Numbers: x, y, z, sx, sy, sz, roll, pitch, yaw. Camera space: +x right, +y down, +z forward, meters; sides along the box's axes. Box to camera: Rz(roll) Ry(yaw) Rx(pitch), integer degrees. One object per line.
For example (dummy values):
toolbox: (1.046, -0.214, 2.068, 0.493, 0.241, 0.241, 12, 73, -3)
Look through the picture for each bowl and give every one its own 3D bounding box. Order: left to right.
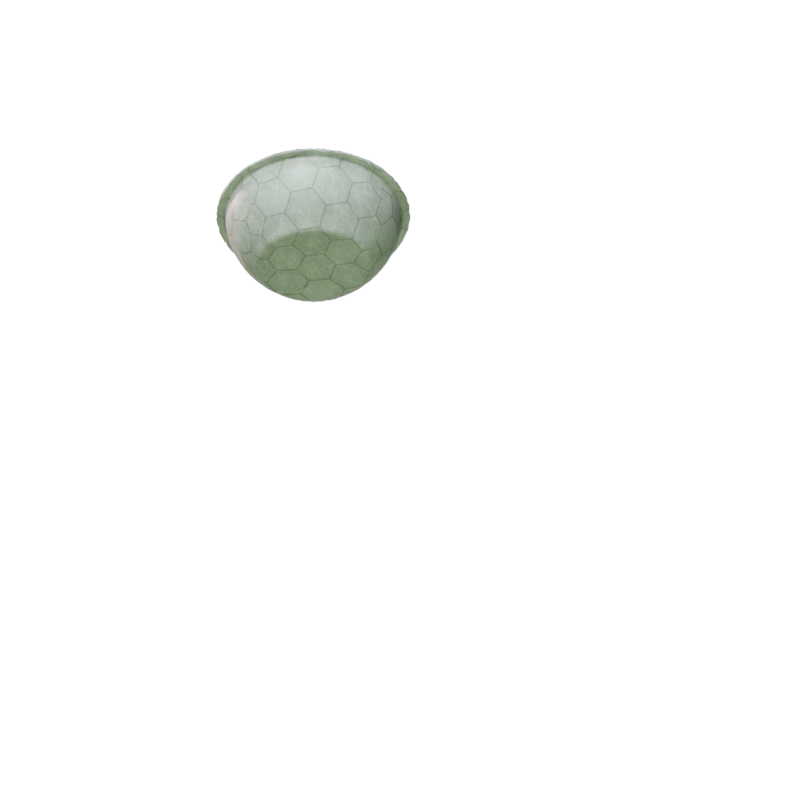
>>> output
bowl: (-0.071, -0.130, 0.910, 0.162, 0.059, 0.151, 1, -37, -2)
